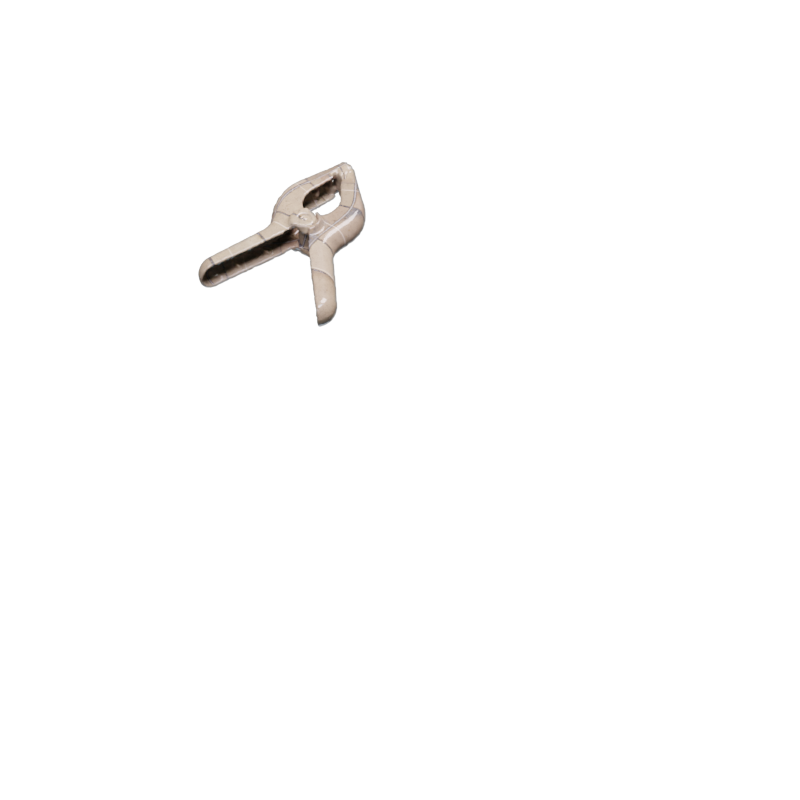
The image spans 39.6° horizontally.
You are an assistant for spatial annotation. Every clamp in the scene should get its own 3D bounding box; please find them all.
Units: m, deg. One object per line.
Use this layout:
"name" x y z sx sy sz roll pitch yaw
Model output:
"clamp" -0.072 -0.131 0.921 0.126 0.176 0.037 28 -32 19
